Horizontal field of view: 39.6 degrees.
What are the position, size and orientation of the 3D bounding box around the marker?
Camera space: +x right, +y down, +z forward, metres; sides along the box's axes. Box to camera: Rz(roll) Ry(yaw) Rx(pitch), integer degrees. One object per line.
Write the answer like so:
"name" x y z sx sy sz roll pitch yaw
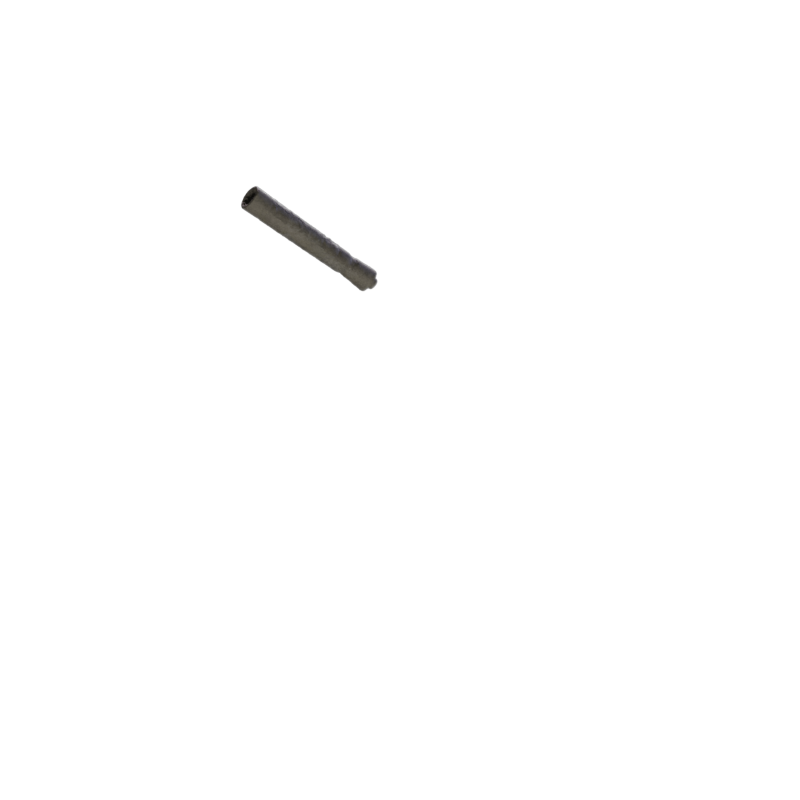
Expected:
"marker" -0.062 -0.114 0.796 0.114 0.020 0.020 33 -14 -27
